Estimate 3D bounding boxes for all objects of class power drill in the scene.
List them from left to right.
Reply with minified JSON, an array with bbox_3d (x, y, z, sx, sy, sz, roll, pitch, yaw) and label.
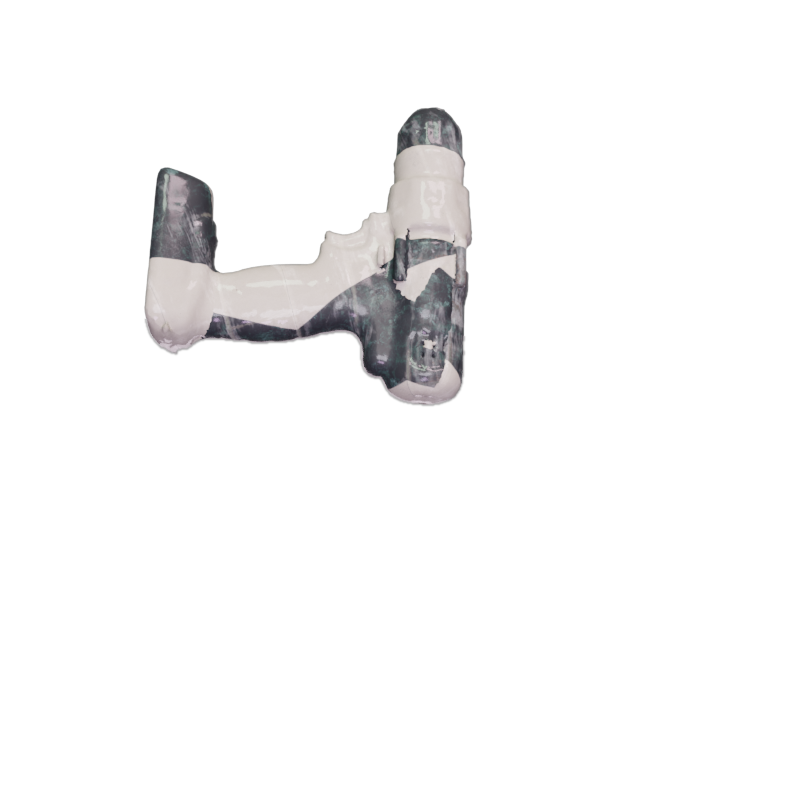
[{"bbox_3d":[-0.051,-0.094,0.655,0.188,0.194,0.055,2,-22,1],"label":"power drill"}]
